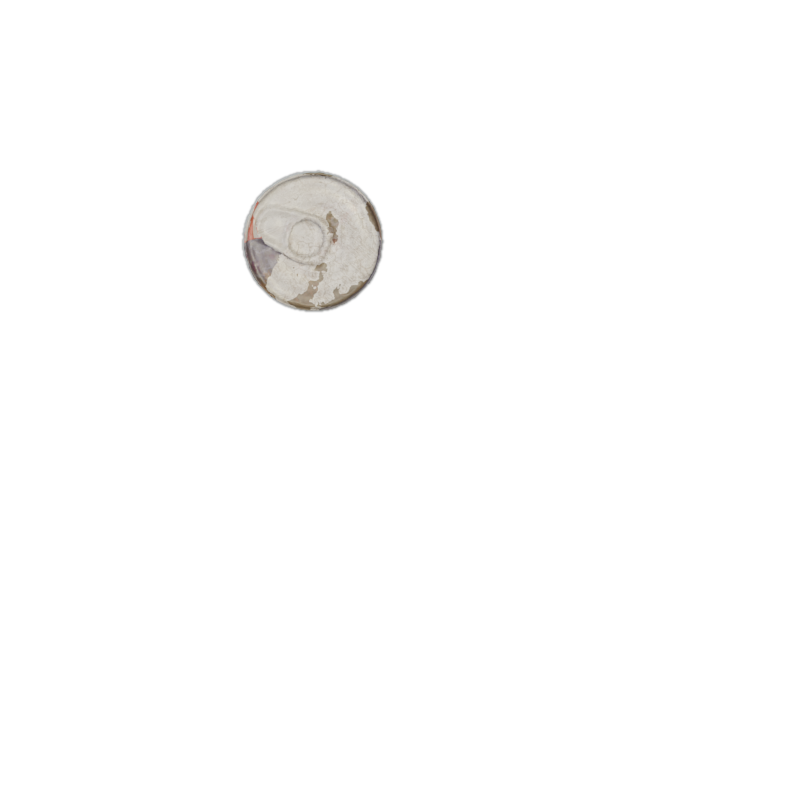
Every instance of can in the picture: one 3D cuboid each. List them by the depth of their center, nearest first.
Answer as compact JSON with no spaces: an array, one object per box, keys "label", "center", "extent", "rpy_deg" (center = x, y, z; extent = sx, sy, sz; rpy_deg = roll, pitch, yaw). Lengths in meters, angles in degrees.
[{"label":"can","center":[-0.046,-0.084,0.588],"extent":[0.068,0.068,0.103],"rpy_deg":[0,6,-3]}]
